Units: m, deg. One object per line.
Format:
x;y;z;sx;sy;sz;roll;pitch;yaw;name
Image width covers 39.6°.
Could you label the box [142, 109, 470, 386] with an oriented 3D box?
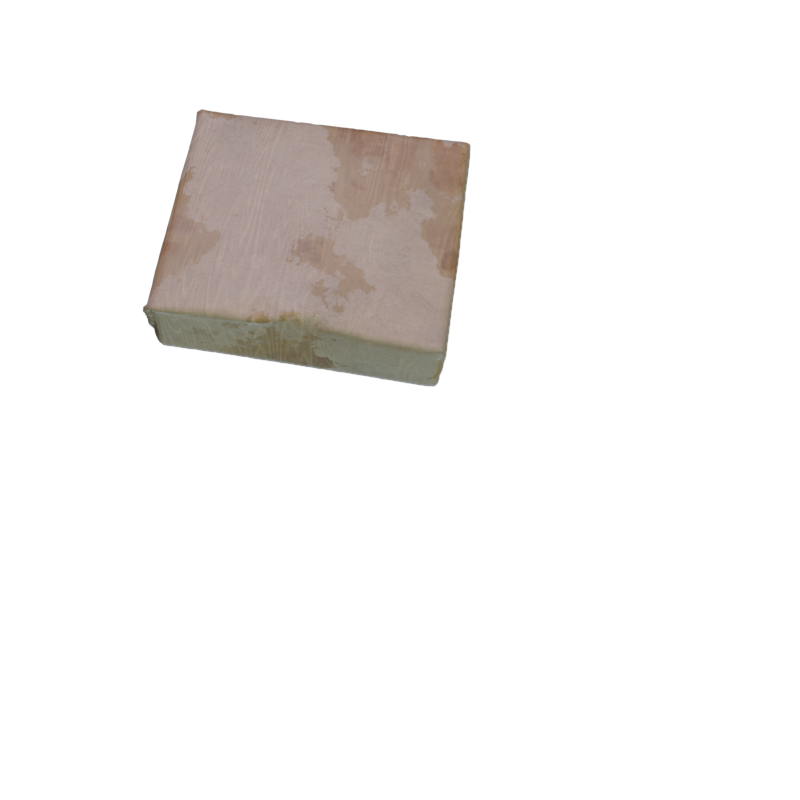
-0.027;-0.049;0.342;0.090;0.077;0.028;8;-27;4;box
